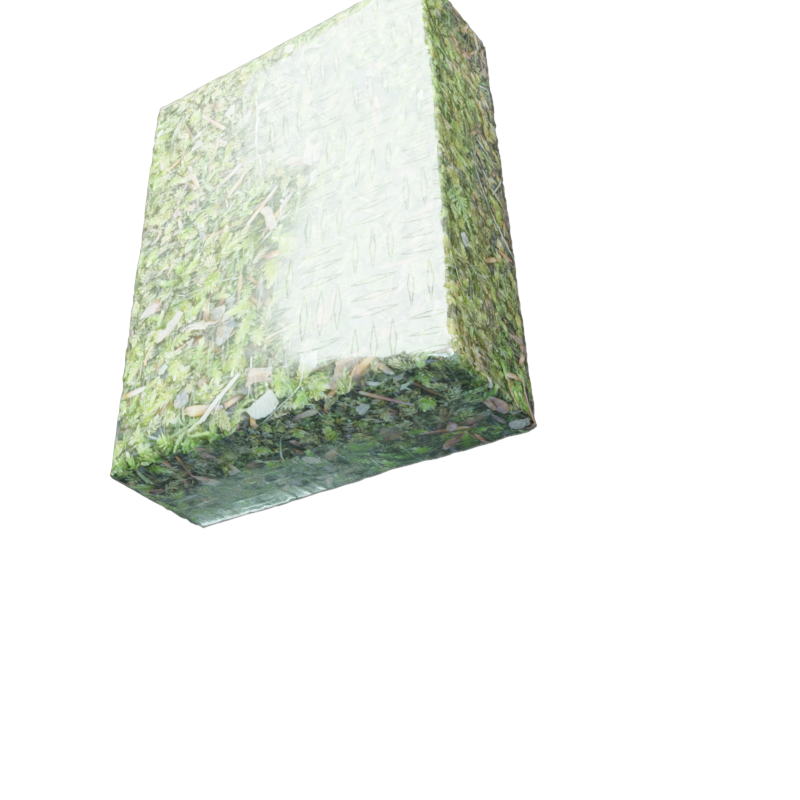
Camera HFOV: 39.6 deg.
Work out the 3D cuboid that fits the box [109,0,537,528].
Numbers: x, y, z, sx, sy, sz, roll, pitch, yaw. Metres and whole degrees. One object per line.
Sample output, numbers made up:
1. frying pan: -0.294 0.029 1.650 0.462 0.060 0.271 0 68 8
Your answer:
1. box: -0.039 -0.071 0.496 0.165 0.229 0.066 -20 -38 25
